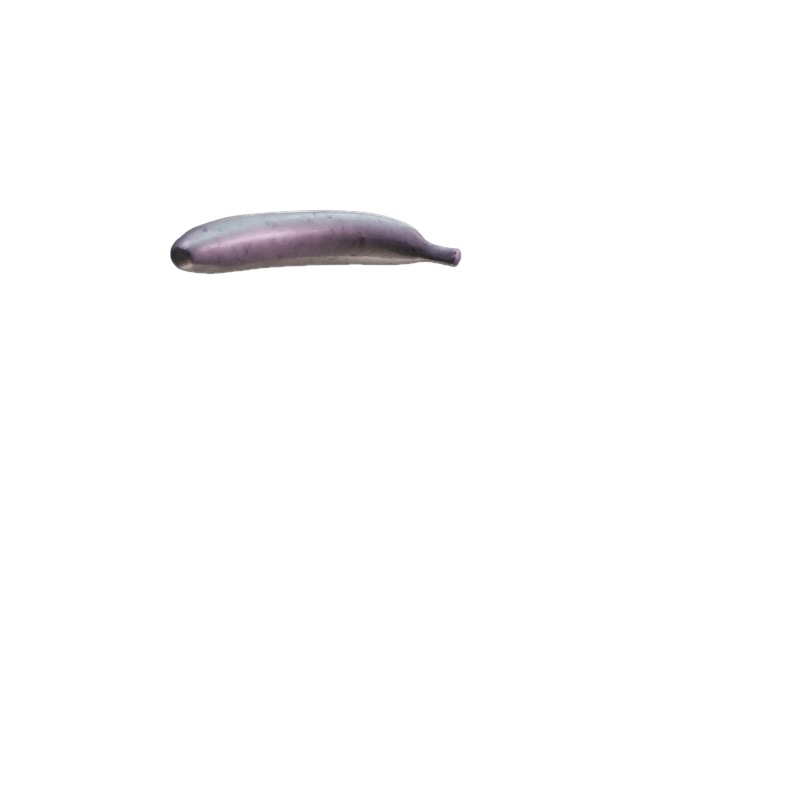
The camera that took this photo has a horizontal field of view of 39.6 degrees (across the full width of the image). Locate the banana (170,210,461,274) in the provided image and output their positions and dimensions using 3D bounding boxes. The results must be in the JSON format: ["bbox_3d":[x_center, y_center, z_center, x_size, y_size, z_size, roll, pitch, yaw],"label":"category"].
[{"bbox_3d":[-0.060,-0.100,0.693,0.192,0.036,0.073,-6,11,-30],"label":"banana"}]
